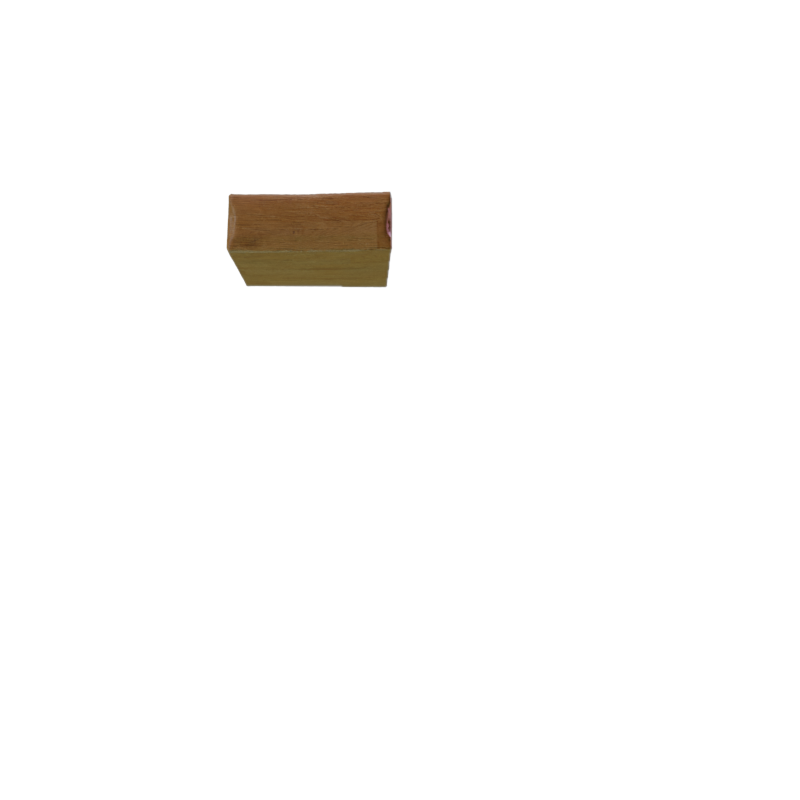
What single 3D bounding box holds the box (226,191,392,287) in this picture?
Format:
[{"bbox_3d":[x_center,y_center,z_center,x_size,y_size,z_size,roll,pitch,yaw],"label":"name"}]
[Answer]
[{"bbox_3d":[-0.041,-0.076,0.529,0.073,0.031,0.087,0,-5,0],"label":"box"}]
